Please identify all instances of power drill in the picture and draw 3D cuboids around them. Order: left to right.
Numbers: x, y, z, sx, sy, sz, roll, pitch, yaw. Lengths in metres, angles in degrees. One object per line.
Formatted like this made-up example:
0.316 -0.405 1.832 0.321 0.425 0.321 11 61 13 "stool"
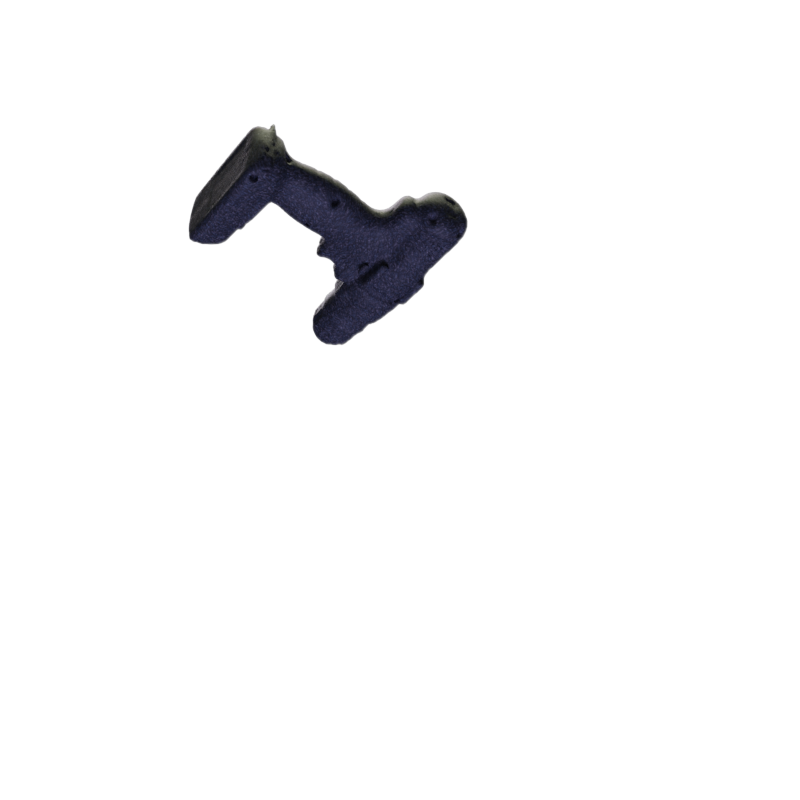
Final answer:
-0.069 -0.125 0.879 0.179 0.062 0.180 24 -46 -25 "power drill"
